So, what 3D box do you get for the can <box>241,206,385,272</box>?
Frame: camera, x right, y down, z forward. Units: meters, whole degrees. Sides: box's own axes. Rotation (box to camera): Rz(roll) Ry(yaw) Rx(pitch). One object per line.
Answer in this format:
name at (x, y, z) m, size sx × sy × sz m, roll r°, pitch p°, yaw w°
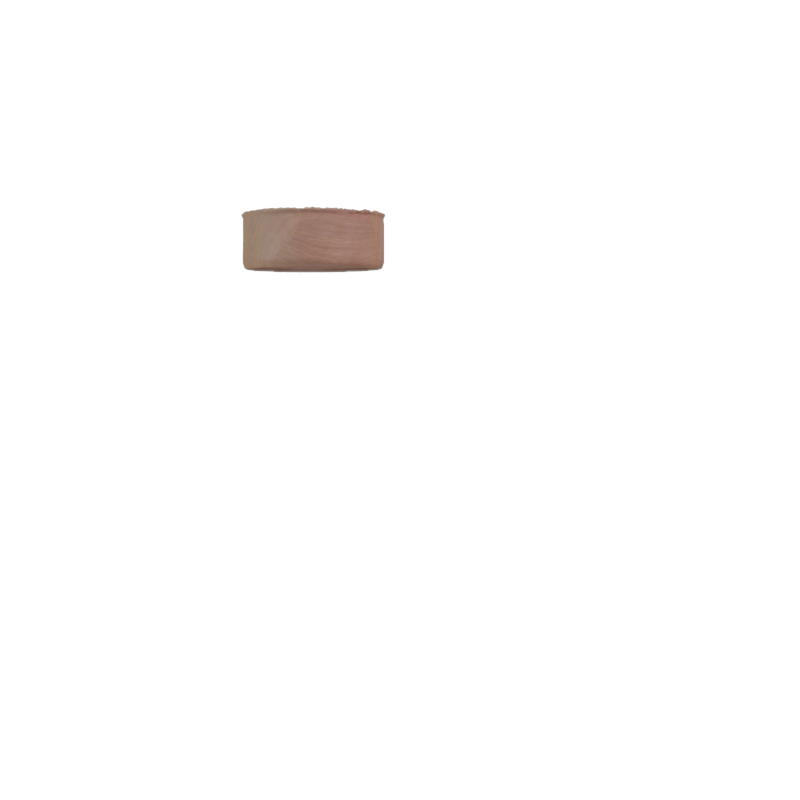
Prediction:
can at (-0.052, -0.095, 0.663) m, size 0.086 × 0.034 × 0.086 m, roll 0°, pitch 3°, yaw -2°
